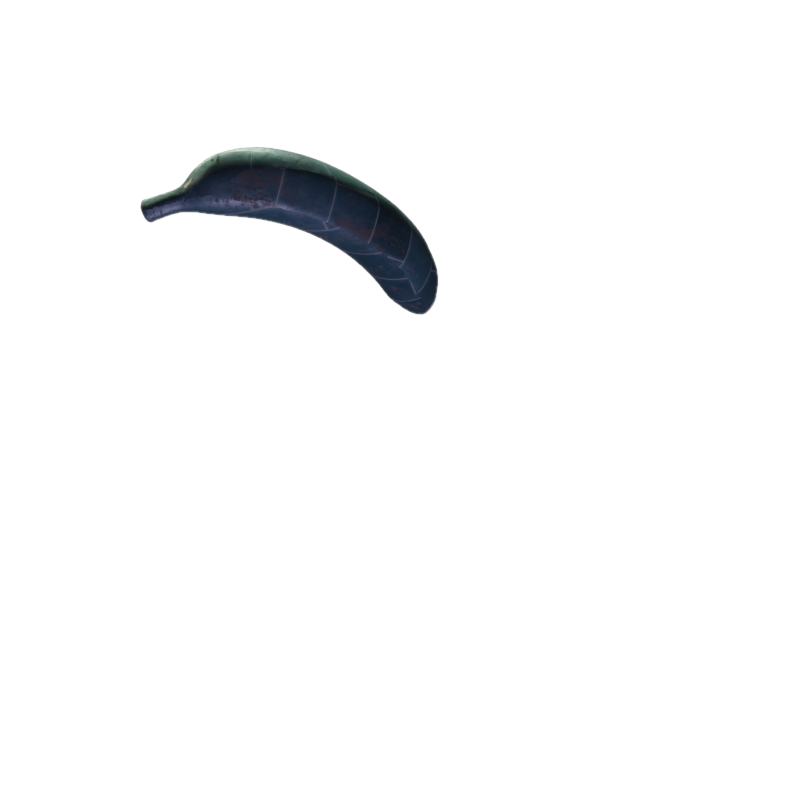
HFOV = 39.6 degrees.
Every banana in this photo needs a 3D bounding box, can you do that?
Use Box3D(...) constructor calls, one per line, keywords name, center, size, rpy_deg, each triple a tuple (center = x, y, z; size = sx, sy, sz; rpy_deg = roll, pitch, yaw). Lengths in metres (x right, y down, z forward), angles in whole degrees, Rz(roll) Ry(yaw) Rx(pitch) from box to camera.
Box3D(name="banana", center=(-0.038, -0.094, 0.599), size=(0.187, 0.039, 0.069), rpy_deg=(18, -31, -35))
